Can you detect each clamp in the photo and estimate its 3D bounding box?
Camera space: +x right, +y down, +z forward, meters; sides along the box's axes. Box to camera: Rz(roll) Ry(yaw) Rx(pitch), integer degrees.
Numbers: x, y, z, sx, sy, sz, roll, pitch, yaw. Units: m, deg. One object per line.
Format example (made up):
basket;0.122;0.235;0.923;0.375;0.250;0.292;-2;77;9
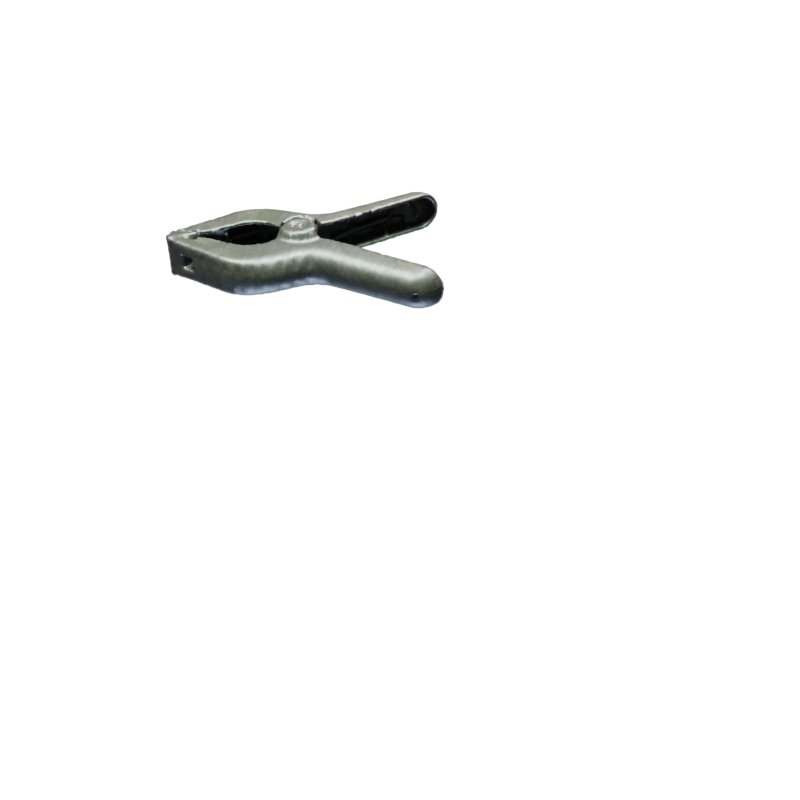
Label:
clamp;-0.053;-0.097;0.680;0.174;0.037;0.125;6;28;10
